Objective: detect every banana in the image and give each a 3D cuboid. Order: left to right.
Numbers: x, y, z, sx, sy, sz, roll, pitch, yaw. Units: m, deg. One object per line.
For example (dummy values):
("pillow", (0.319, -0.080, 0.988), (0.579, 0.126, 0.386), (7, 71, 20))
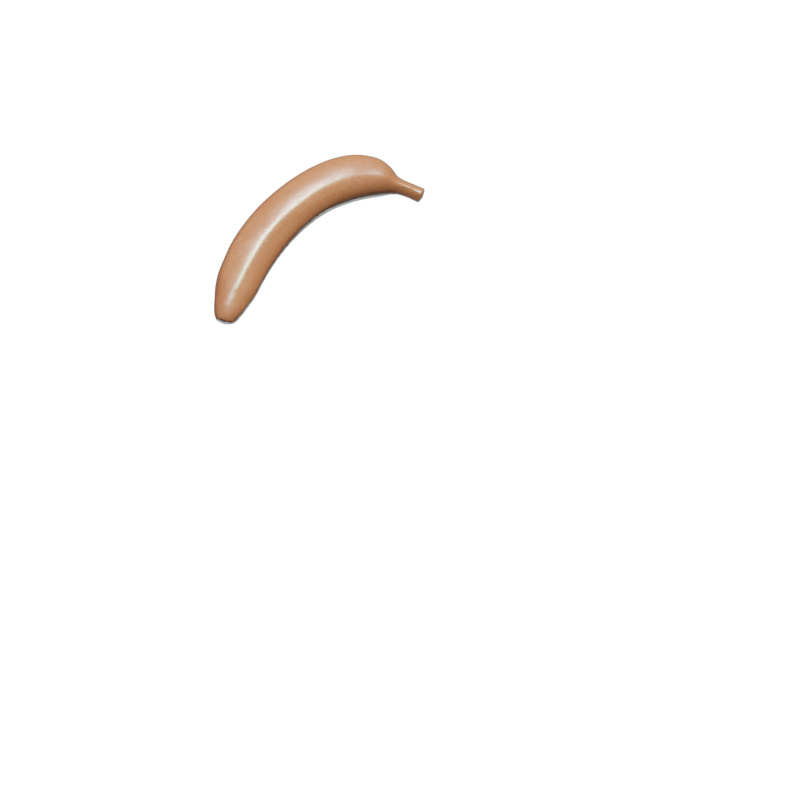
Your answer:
("banana", (-0.075, -0.137, 0.853), (0.199, 0.073, 0.035), (-36, -21, -17))
